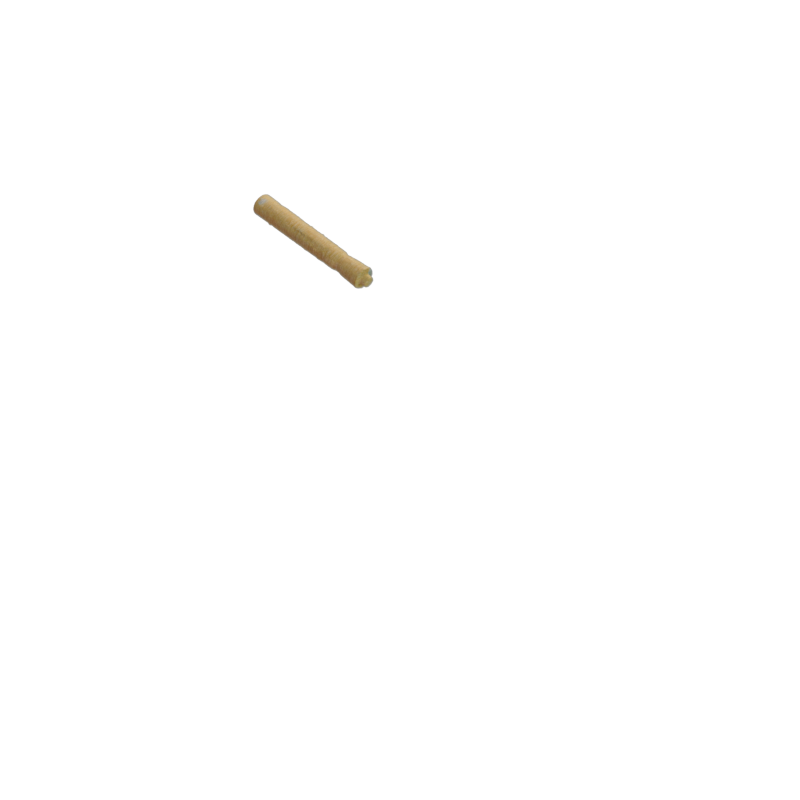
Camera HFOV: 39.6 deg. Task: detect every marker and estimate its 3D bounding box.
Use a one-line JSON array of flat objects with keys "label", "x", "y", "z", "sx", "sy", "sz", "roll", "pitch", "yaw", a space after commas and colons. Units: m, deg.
[{"label": "marker", "x": -0.067, "y": -0.122, "z": 0.856, "sx": 0.129, "sy": 0.019, "sz": 0.019, "roll": 38, "pitch": 24, "yaw": 29}]
